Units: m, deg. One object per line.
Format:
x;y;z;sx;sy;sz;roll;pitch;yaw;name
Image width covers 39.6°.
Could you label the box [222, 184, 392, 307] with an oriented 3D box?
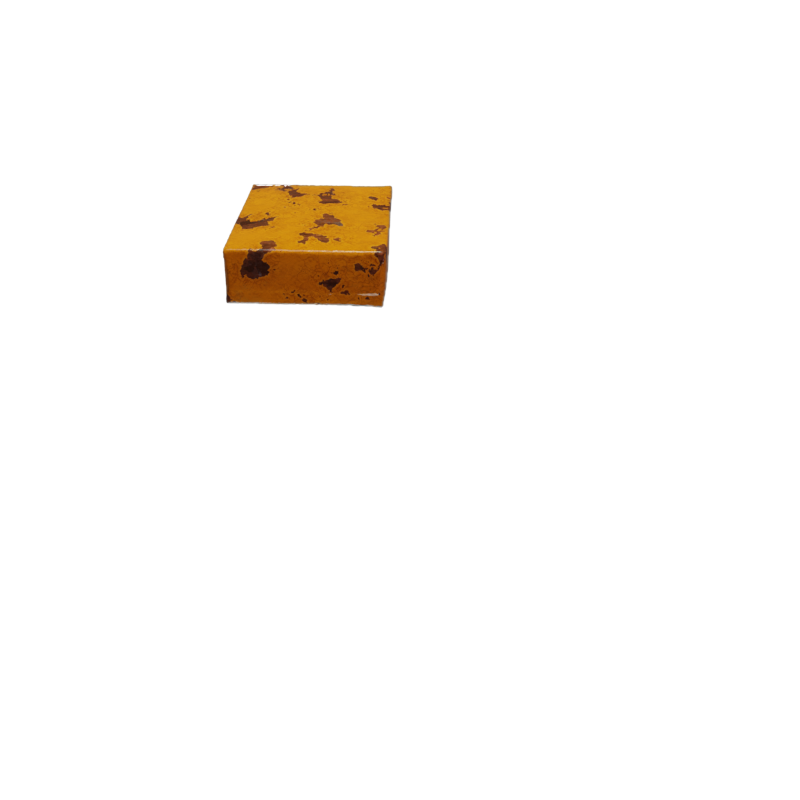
-0.051;-0.094;0.656;0.090;0.037;0.119;2;27;3;box
